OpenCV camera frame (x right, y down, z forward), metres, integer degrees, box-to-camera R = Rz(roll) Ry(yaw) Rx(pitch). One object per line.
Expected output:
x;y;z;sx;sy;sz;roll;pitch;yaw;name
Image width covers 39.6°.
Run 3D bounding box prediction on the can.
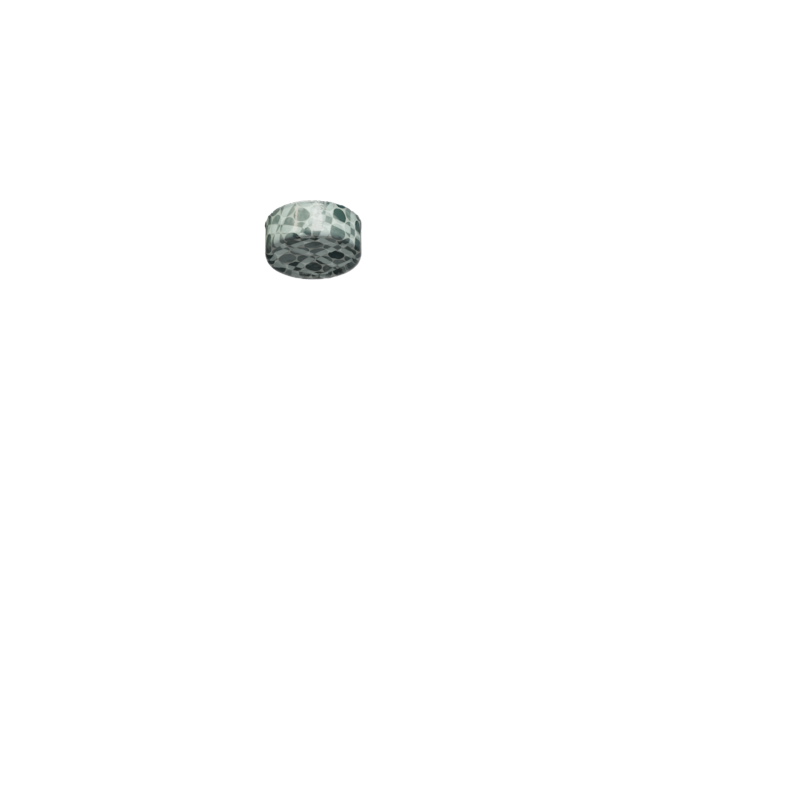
-0.076;-0.139;0.972;0.086;0.036;0.081;1;-24;-2;can
